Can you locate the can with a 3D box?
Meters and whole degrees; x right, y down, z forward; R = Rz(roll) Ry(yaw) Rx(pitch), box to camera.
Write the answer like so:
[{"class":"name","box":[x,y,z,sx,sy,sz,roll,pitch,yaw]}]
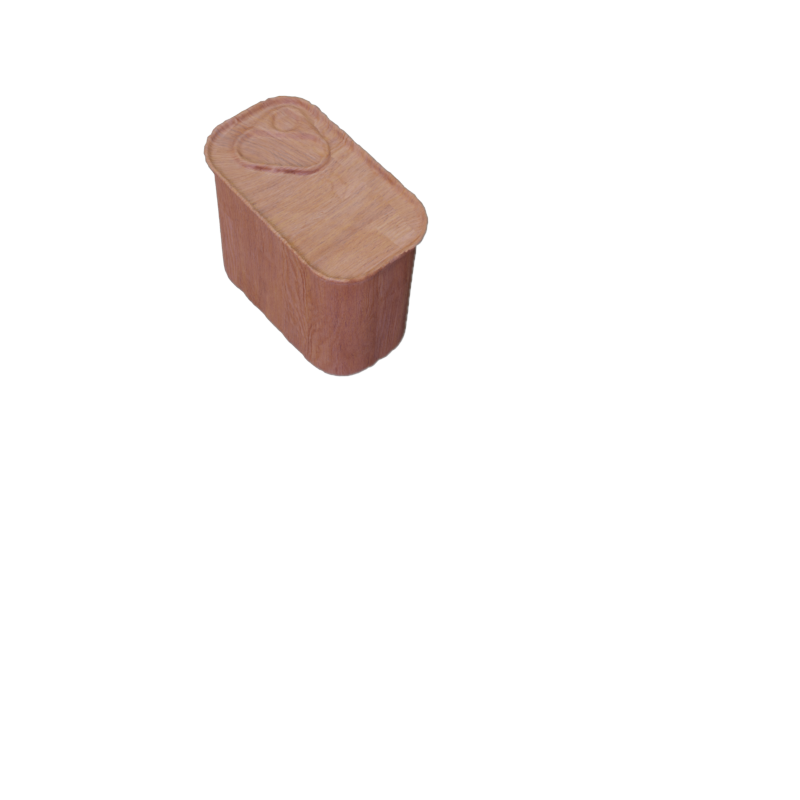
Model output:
[{"class":"can","box":[-0.039,-0.070,0.491,0.058,0.108,0.078,-34,-26,-21]}]
